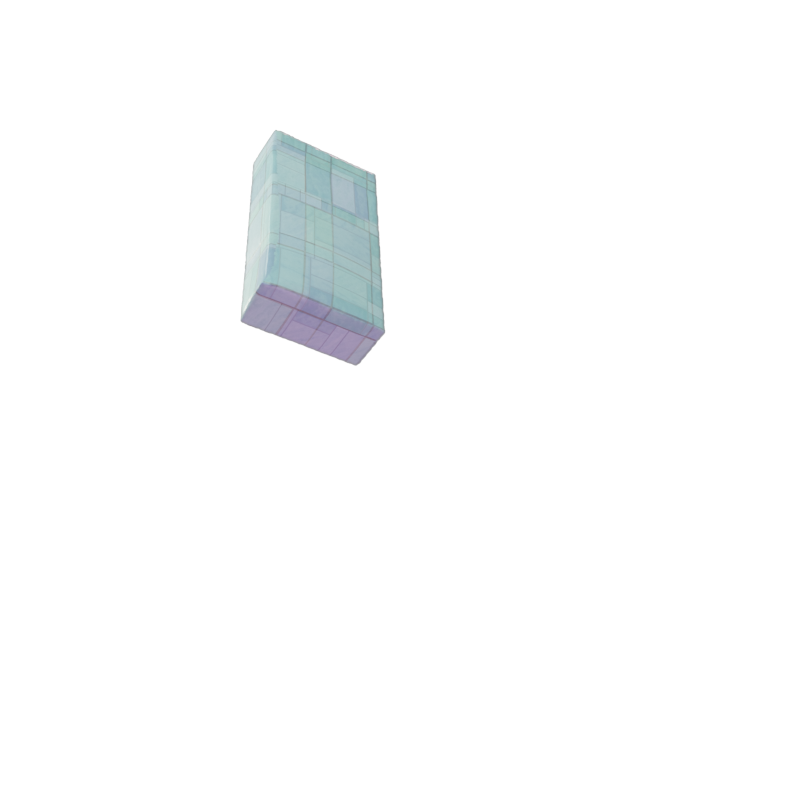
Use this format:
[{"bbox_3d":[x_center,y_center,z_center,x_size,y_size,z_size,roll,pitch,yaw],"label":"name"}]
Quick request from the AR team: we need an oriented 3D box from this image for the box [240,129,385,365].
[{"bbox_3d":[-0.063,-0.114,0.802,0.090,0.189,0.046,21,-52,-21],"label":"box"}]
